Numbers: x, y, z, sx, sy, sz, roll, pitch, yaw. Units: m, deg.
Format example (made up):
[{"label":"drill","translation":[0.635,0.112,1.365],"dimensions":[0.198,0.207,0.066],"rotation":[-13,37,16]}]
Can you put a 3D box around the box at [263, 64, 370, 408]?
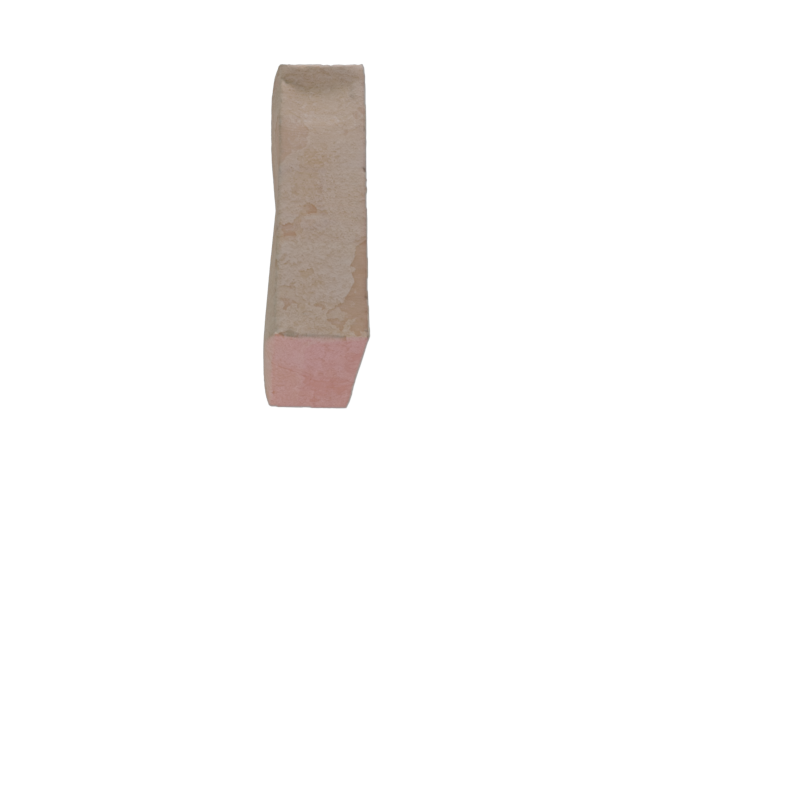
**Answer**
[{"label":"box","translation":[-0.065,-0.118,0.829],"dimensions":[0.071,0.225,0.157],"rotation":[1,-21,-7]}]
